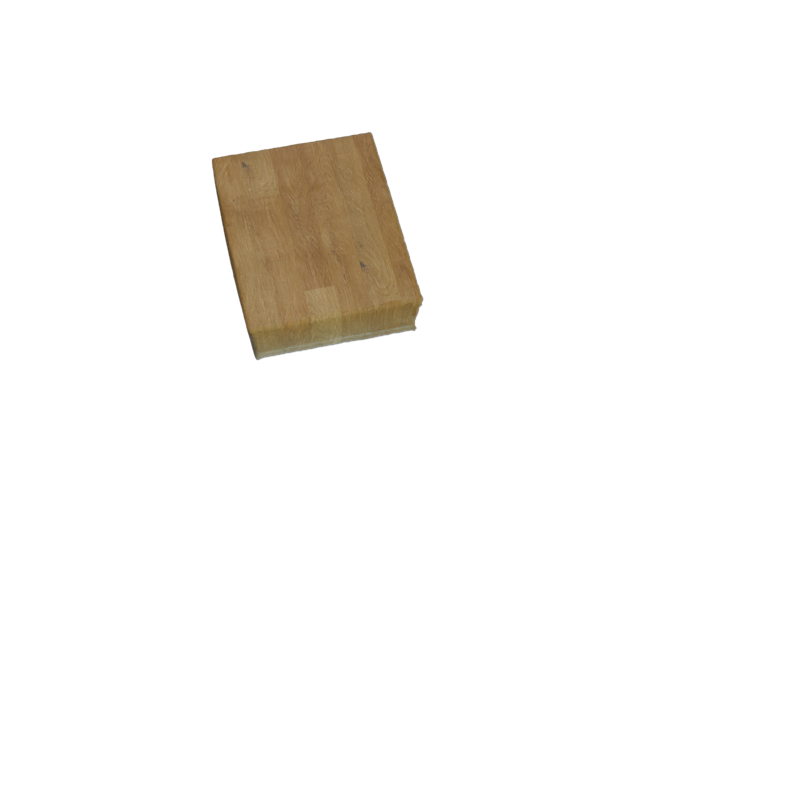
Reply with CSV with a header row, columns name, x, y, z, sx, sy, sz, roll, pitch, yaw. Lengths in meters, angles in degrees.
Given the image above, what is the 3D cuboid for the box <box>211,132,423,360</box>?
name,x,y,z,sx,sy,sz,roll,pitch,yaw
box,-0.046,-0.084,0.587,0.089,0.121,0.037,-12,-28,-7
